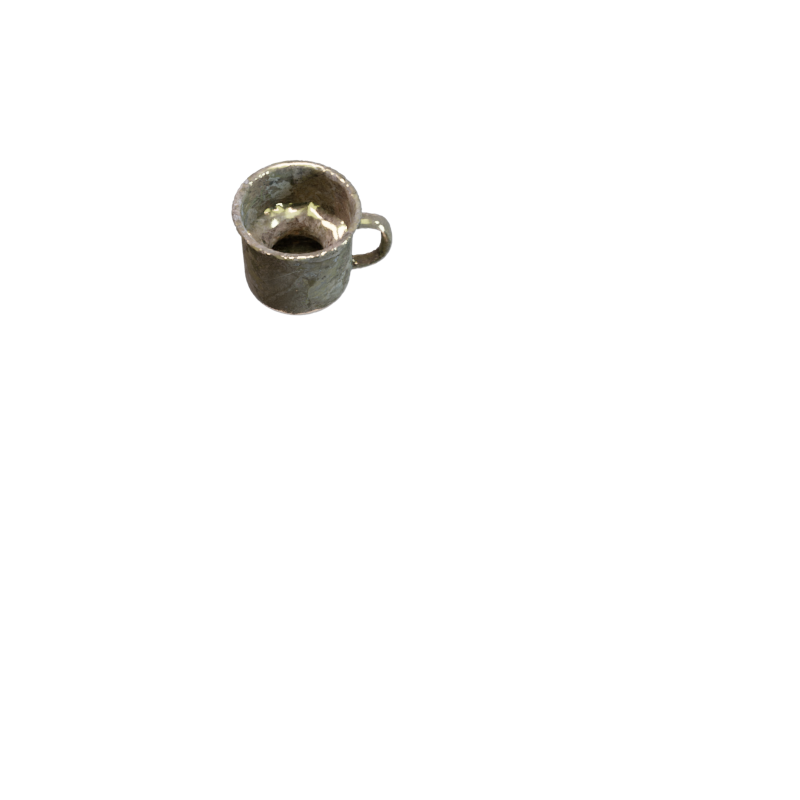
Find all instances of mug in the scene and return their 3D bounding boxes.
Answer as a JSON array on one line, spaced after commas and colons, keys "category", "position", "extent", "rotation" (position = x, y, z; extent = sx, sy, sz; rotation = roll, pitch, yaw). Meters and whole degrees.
[{"category": "mug", "position": [-0.064, -0.118, 0.823], "extent": [0.117, 0.100, 0.076], "rotation": [-3, -34, -4]}]
